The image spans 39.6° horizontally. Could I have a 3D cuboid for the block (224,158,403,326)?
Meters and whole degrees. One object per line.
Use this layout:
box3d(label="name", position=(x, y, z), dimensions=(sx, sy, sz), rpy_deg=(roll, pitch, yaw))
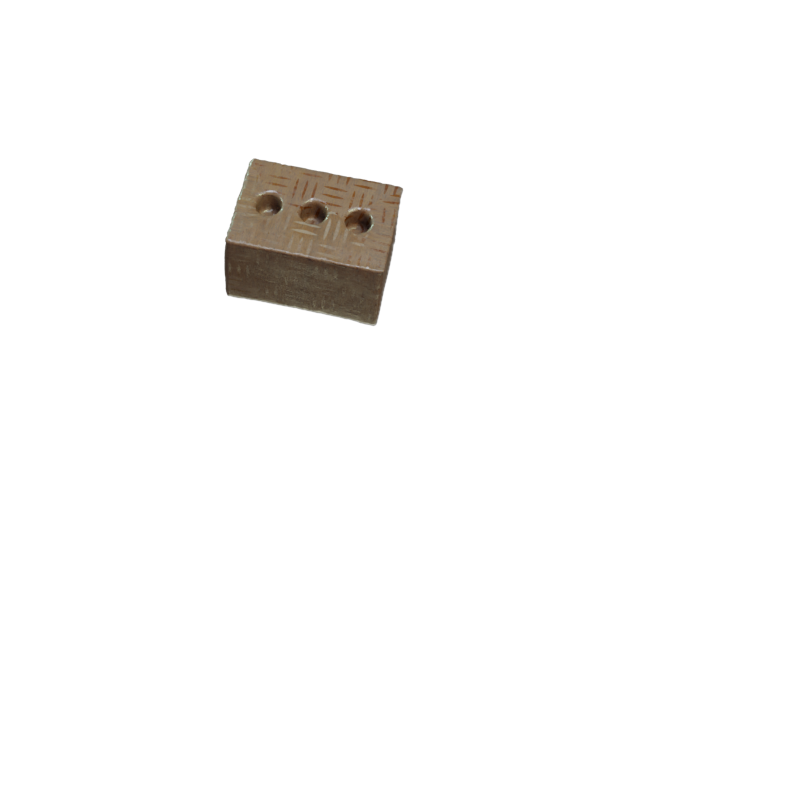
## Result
box3d(label="block", position=(-0.042, -0.077, 0.542), dimensions=(0.079, 0.056, 0.048), rpy_deg=(11, -30, 5))
